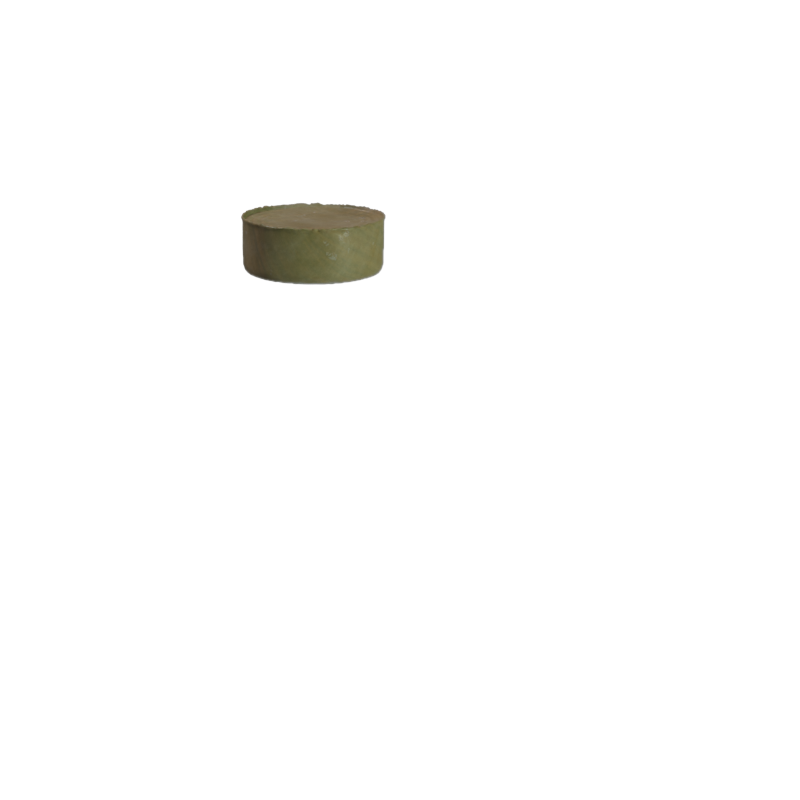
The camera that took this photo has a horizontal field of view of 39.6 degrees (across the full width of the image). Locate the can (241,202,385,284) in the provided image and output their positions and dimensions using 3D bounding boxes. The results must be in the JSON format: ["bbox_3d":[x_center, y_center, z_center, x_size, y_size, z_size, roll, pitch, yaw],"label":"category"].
[{"bbox_3d":[-0.052,-0.095,0.663,0.086,0.032,0.089,-1,18,-2],"label":"can"}]
